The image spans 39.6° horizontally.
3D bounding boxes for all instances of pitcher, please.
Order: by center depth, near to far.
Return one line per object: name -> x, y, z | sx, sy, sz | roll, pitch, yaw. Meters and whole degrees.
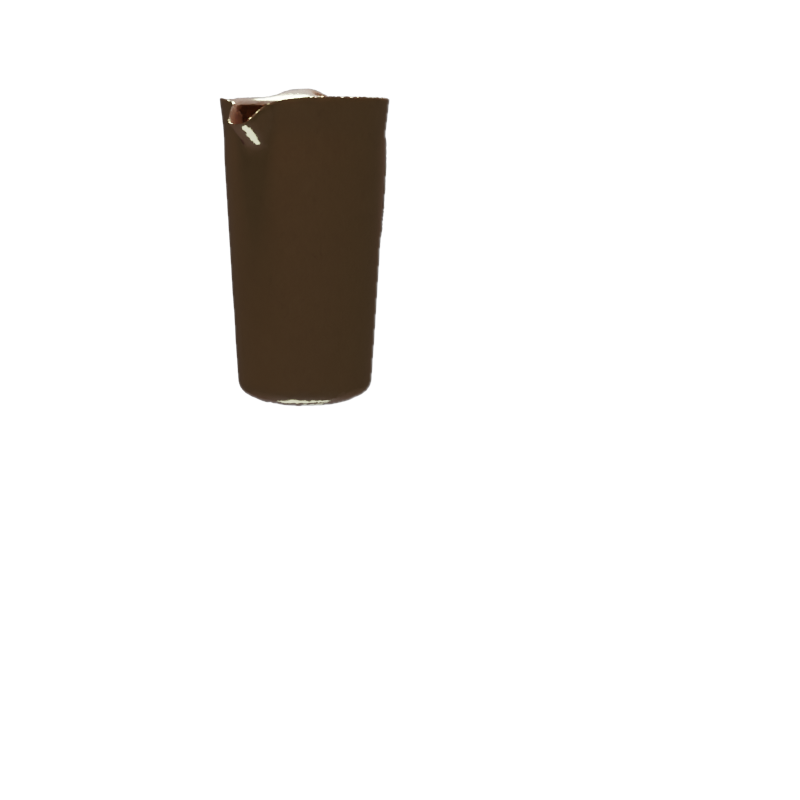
pitcher -> -0.070, -0.127, 0.892 | 0.147, 0.239, 0.150 | -2, 9, -12
